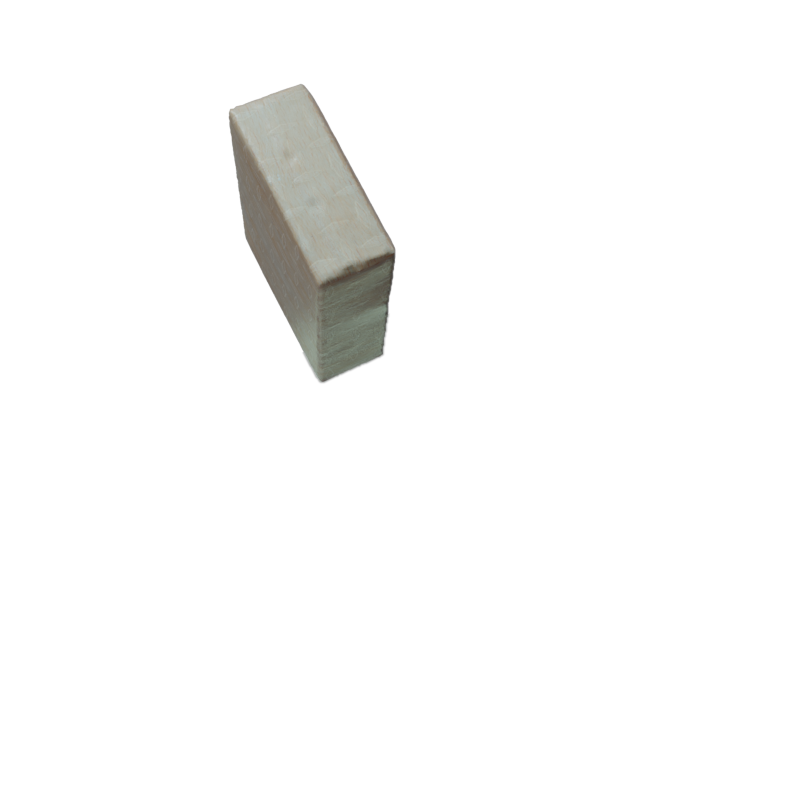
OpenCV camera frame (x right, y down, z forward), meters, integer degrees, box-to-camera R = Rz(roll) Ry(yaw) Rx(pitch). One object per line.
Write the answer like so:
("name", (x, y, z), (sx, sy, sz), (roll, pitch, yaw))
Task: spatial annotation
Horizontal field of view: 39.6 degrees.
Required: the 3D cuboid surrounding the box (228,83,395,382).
("box", (-0.071, -0.129, 0.903), (0.072, 0.173, 0.203), (-23, -19, -12))
